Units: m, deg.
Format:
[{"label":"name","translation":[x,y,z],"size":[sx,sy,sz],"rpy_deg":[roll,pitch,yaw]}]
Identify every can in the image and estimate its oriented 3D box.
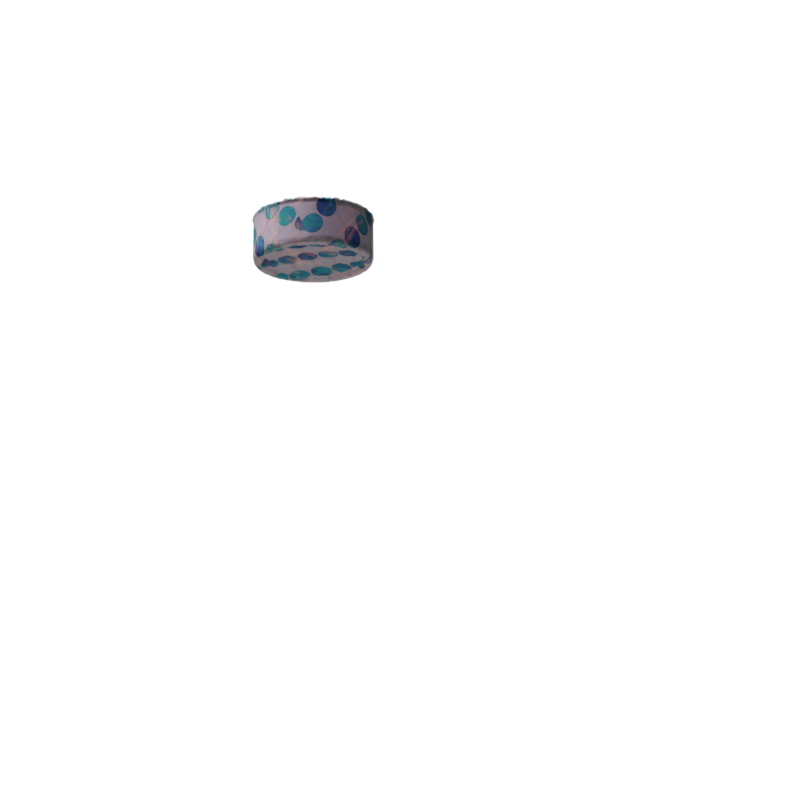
[{"label":"can","translation":[-0.061,-0.111,0.778],"size":[0.086,0.035,0.083],"rpy_deg":[0,-15,-2]}]
